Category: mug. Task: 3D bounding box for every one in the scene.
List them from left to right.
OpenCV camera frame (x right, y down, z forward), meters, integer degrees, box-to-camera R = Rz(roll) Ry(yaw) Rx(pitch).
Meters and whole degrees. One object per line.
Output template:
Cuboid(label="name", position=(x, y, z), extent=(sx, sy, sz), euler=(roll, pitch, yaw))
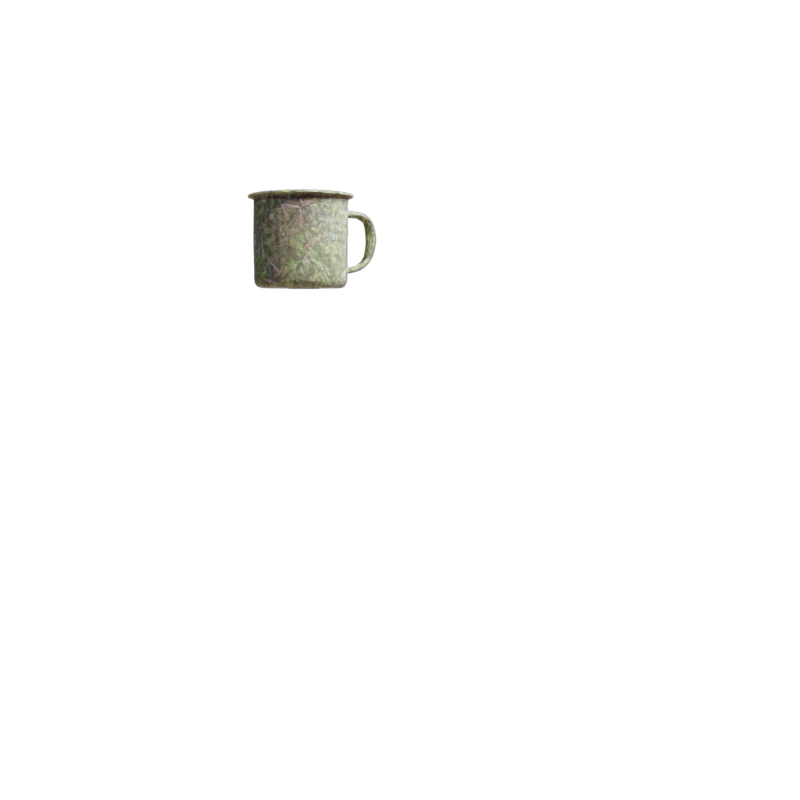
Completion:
Cuboid(label="mug", position=(-0.076, -0.138, 0.970), extent=(0.114, 0.082, 0.096), euler=(-1, 1, -25))
